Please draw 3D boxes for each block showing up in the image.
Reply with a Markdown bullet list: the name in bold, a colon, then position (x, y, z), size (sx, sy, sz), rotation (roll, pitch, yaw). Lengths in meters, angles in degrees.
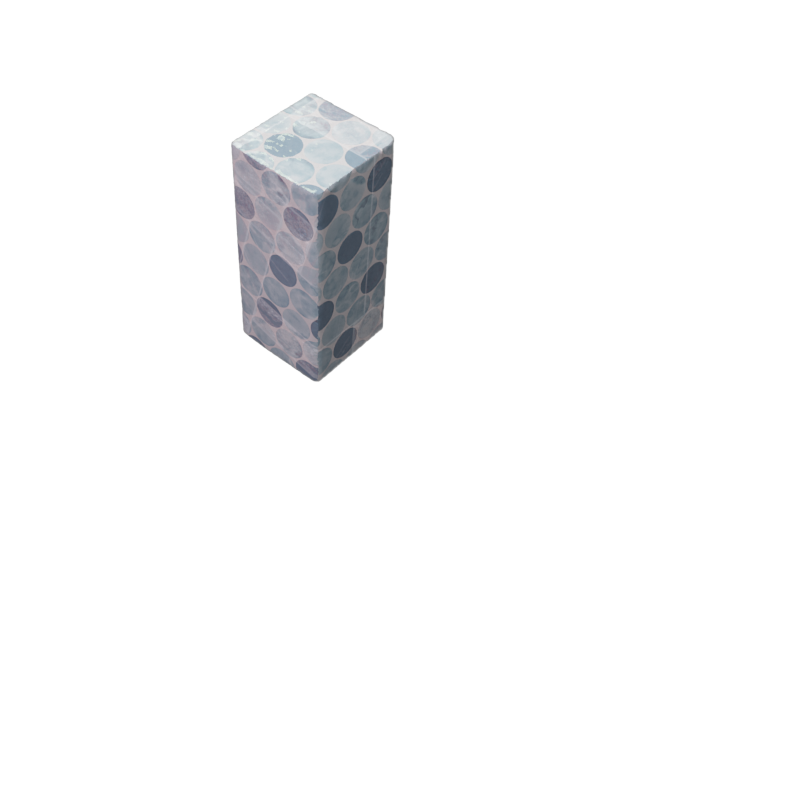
- **block**: position (-0.069, -0.126, 0.888), size (0.096, 0.192, 0.092), rotation (34, 54, 25)
